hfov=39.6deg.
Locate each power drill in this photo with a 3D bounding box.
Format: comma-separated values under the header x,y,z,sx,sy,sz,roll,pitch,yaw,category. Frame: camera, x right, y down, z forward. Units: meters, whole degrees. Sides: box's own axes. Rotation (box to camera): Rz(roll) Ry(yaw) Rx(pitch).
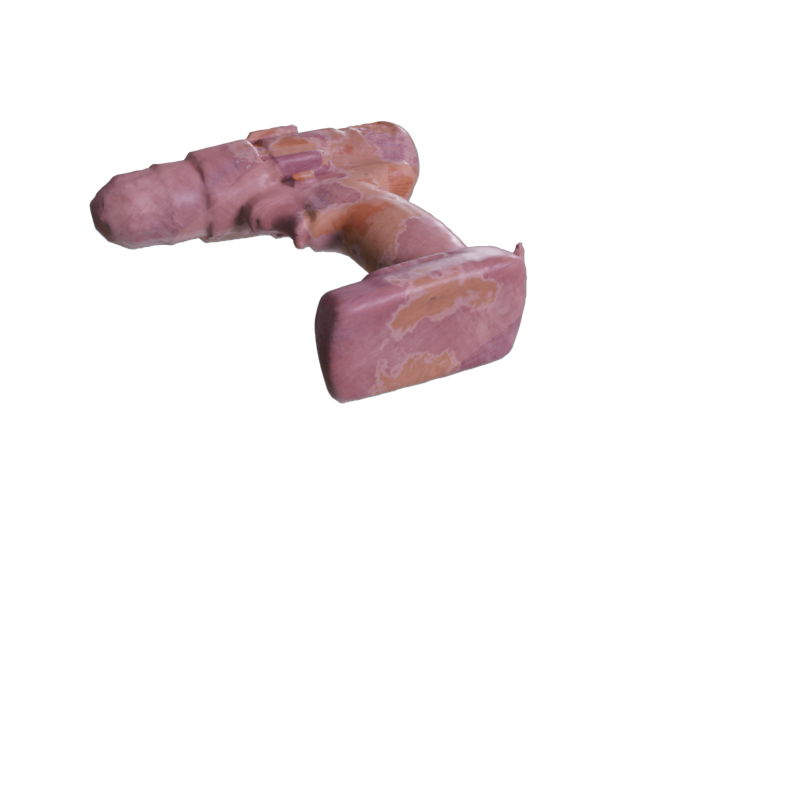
x,y,z,sx,sy,sz,roll,pitch,yaw,category
-0.043,-0.078,0.546,0.182,0.054,0.203,-17,41,-21,power drill
